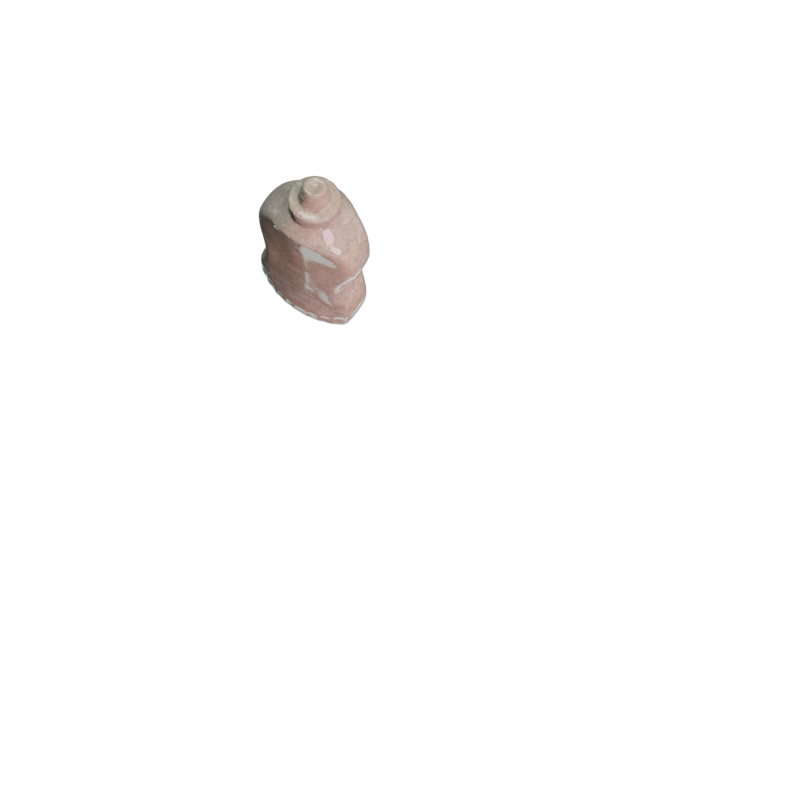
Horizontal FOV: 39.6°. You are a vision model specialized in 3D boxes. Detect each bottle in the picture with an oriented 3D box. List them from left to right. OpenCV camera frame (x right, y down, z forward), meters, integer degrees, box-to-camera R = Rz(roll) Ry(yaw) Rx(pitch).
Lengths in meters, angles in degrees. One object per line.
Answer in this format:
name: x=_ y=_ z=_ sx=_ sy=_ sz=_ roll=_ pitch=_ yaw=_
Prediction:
bottle: x=-0.071 y=-0.130 z=0.911 sx=0.099 sy=0.059 sz=0.183 roll=36 pitch=-17 yaw=9
